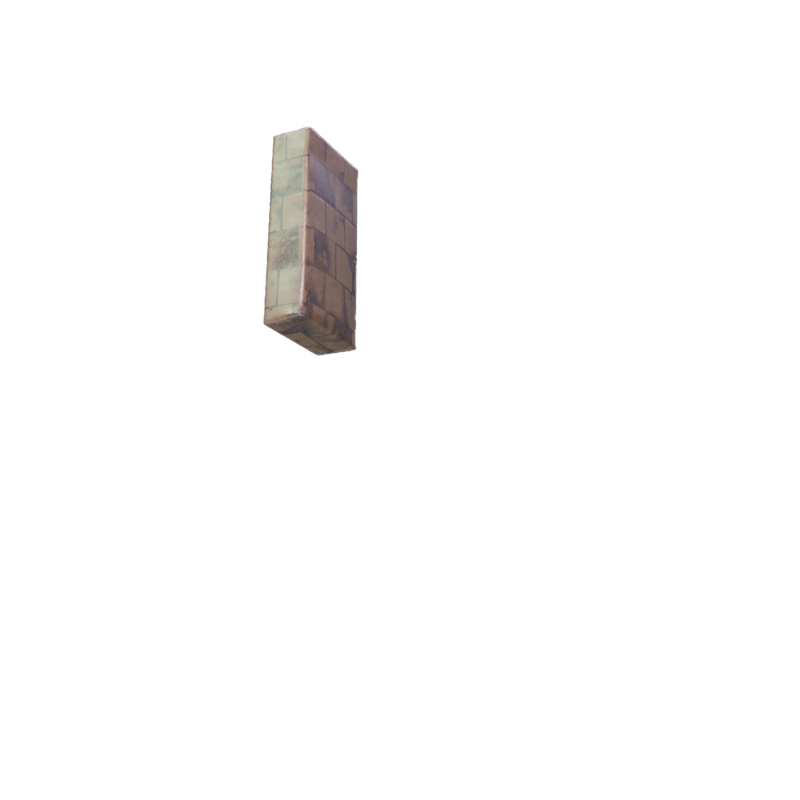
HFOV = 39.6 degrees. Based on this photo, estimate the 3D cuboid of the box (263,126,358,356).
[{"bbox_3d":[-0.075,-0.137,0.959,0.049,0.186,0.087,-14,-27,24],"label":"box"}]
